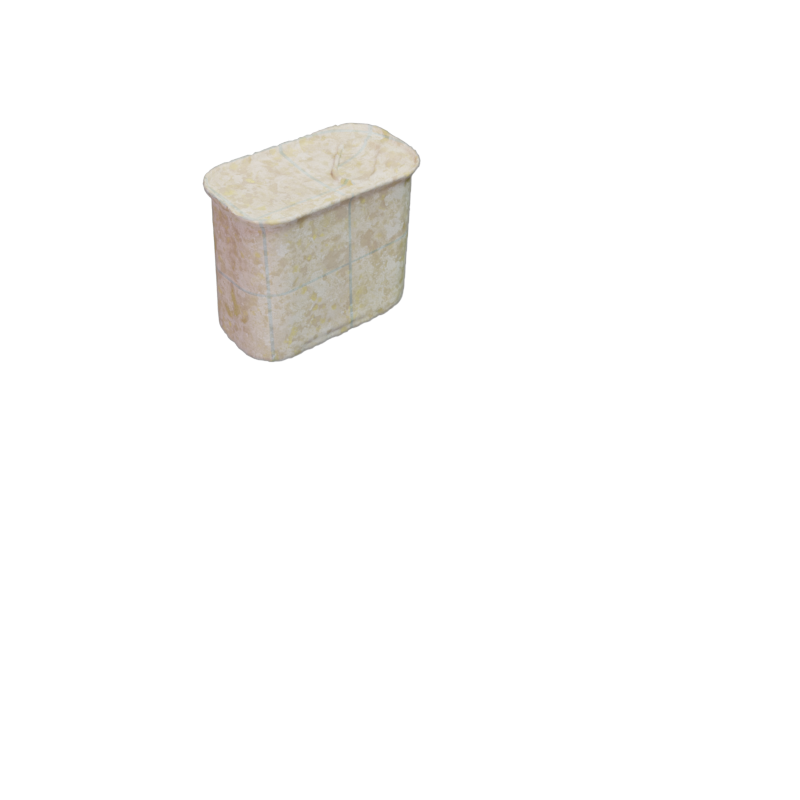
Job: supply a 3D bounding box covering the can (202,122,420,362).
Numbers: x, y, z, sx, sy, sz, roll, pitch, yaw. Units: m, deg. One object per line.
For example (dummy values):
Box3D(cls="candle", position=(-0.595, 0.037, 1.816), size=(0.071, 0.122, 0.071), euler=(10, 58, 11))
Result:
Box3D(cls="can", position=(-0.042, -0.077, 0.538), size=(0.101, 0.078, 0.062), euler=(-26, 46, -30))
